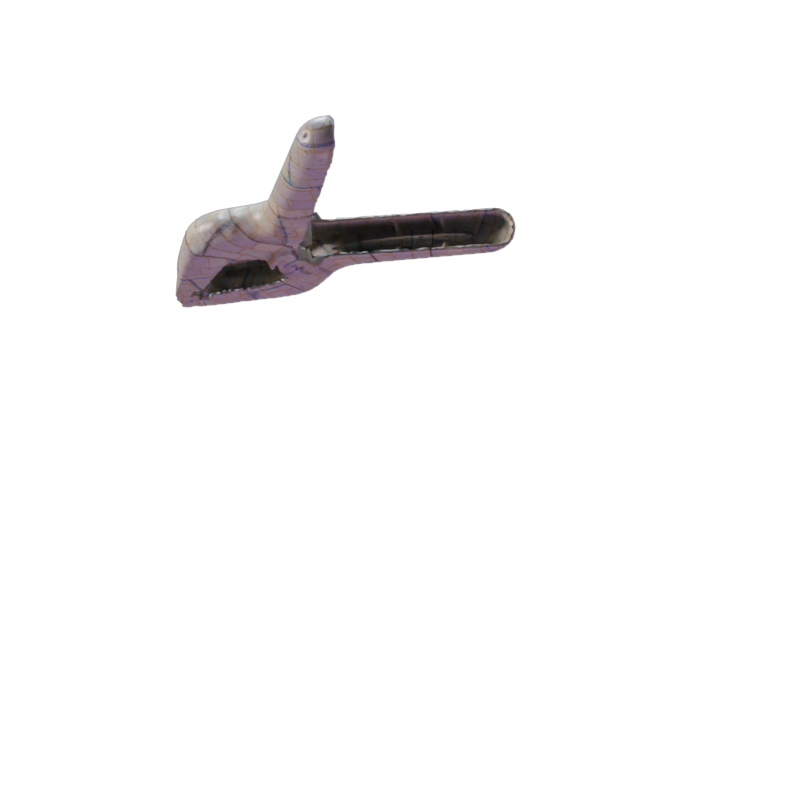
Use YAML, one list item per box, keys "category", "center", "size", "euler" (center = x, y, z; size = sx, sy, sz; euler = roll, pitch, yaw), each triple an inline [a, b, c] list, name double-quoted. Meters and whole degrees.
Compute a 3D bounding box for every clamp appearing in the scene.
- category: "clamp"
  center: [-0.051, -0.092, 0.647]
  size: [0.155, 0.038, 0.211]
  euler: [16, -24, -39]
